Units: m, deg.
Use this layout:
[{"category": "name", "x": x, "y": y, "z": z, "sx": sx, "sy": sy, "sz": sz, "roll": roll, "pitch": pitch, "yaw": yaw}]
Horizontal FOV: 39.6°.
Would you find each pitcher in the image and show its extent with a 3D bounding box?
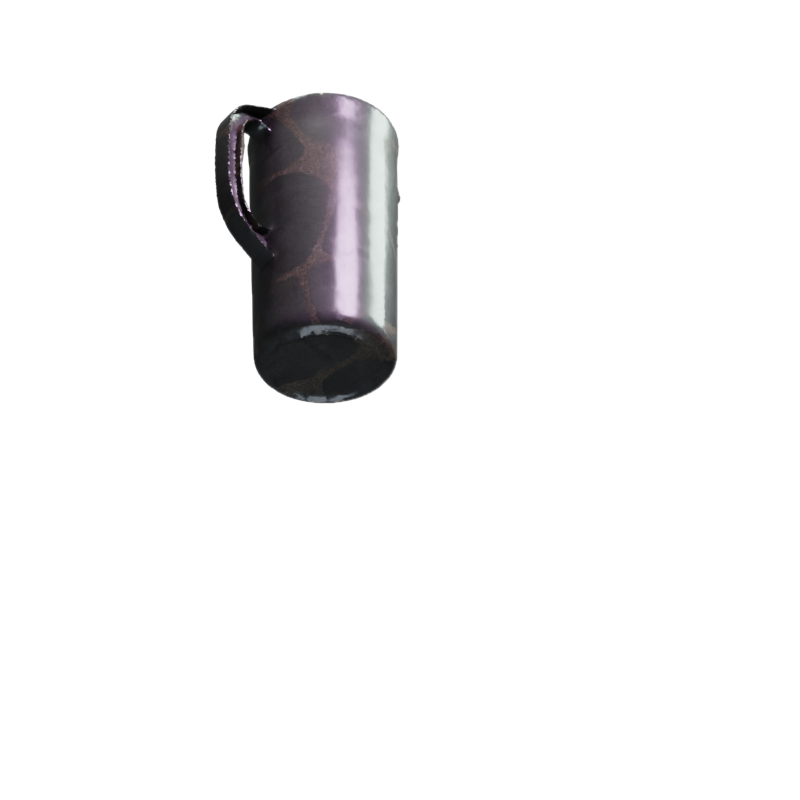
[{"category": "pitcher", "x": -0.070, "y": -0.128, "z": 0.896, "sx": 0.149, "sy": 0.261, "sz": 0.134, "roll": -4, "pitch": -38, "yaw": 1}]
